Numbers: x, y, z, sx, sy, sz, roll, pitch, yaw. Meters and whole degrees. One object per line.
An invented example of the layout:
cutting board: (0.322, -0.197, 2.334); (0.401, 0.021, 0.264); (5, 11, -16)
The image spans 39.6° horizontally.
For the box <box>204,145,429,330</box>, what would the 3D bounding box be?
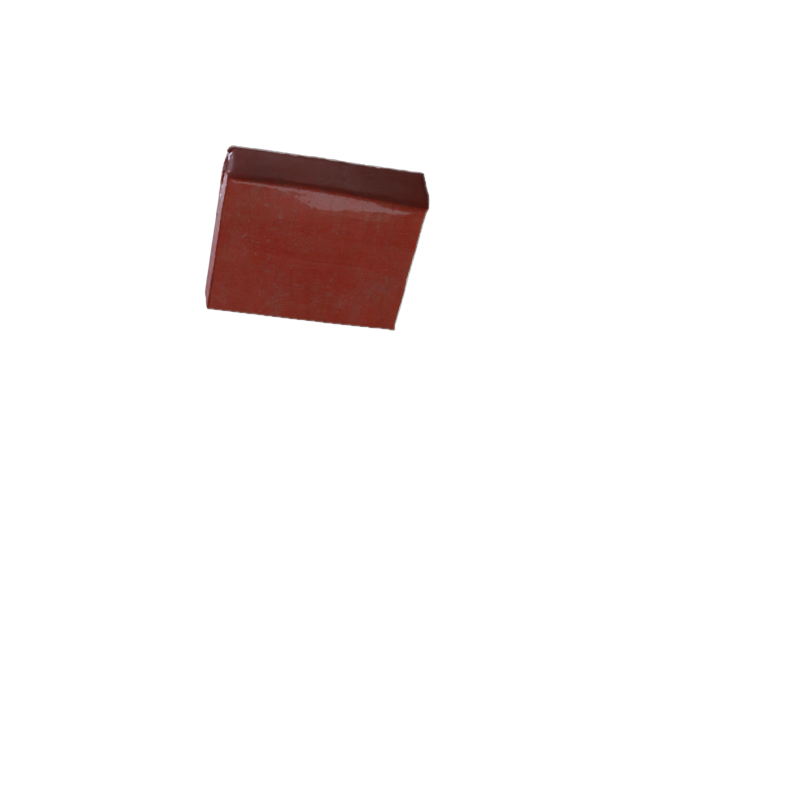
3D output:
box: (-0.048, -0.089, 0.619); (0.112, 0.085, 0.042); (9, 37, -7)
